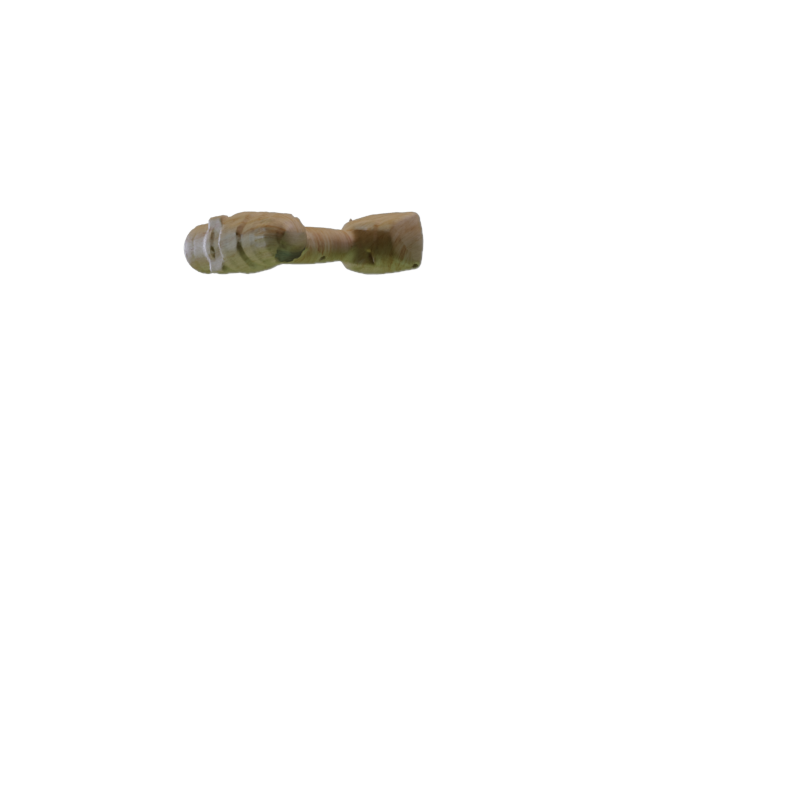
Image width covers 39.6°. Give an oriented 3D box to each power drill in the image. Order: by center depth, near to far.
[{"bbox_3d":[-0.076,-0.139,0.972,0.181,0.057,0.191,-3,6,-31],"label":"power drill"}]
